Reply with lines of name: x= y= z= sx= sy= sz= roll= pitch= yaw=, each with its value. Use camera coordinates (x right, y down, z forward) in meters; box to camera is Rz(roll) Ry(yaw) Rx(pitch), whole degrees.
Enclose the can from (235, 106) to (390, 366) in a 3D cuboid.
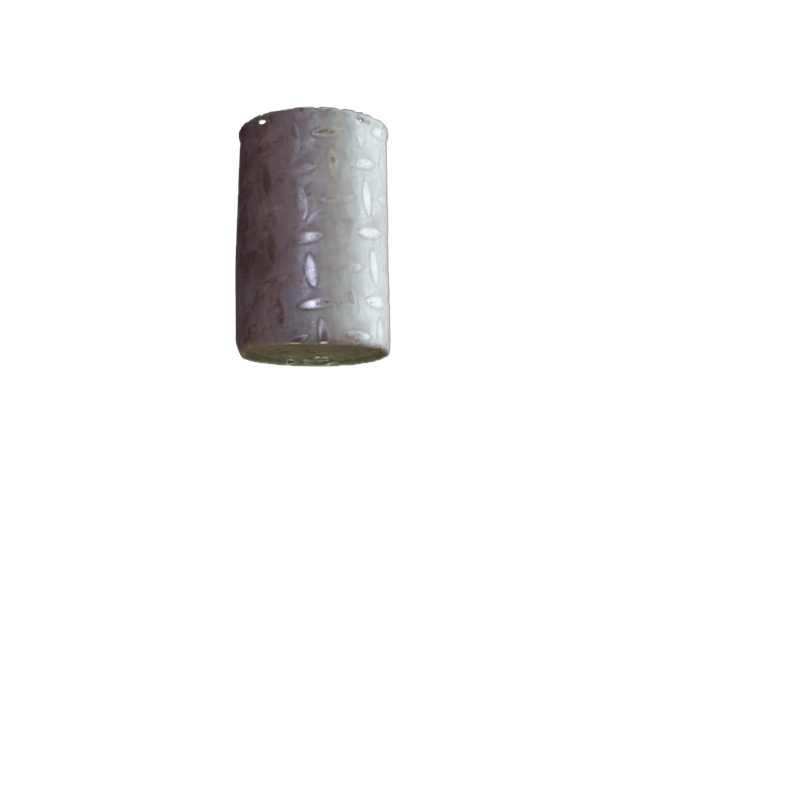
can: x=-0.038 y=-0.070 z=0.490 sx=0.068 sy=0.106 sz=0.066 roll=0 pitch=-12 yaw=-2
